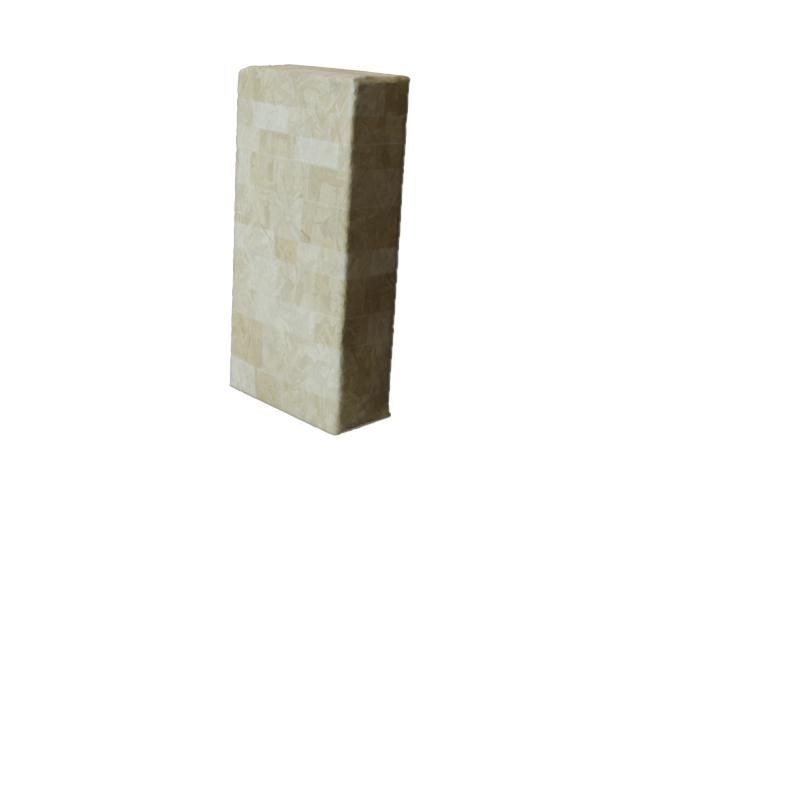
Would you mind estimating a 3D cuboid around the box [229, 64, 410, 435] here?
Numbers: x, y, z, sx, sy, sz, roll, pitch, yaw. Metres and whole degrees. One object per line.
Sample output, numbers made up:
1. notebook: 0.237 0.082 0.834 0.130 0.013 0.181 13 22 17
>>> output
1. box: -0.045 -0.081 0.570 0.047 0.171 0.099 -11 19 -41
